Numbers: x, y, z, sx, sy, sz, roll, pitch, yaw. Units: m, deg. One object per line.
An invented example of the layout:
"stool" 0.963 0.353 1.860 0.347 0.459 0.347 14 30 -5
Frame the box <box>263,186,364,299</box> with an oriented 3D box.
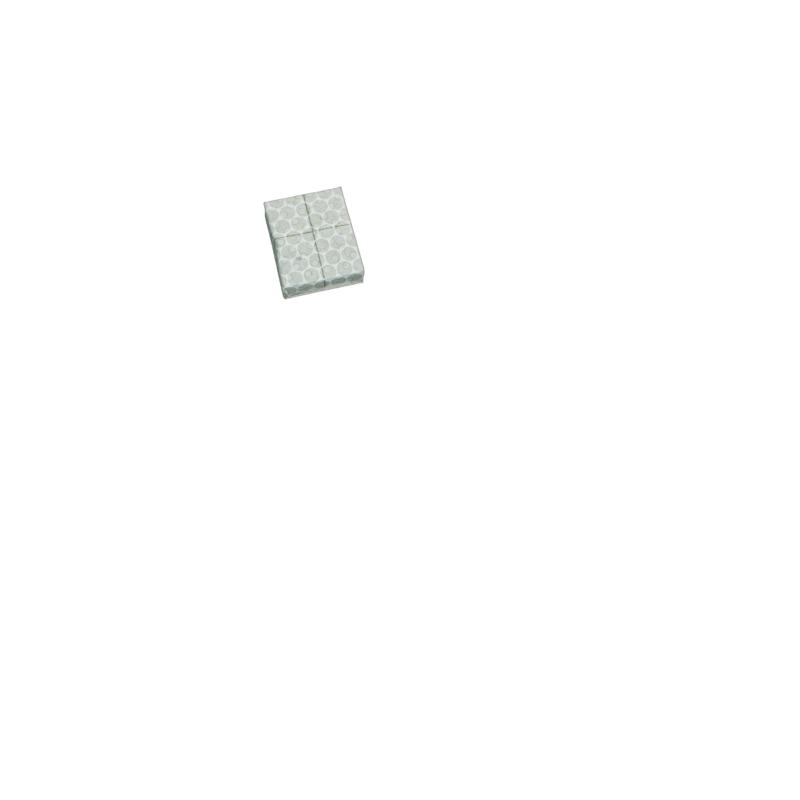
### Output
"box" -0.077 -0.141 0.983 0.073 0.095 0.029 -12 -23 -6
